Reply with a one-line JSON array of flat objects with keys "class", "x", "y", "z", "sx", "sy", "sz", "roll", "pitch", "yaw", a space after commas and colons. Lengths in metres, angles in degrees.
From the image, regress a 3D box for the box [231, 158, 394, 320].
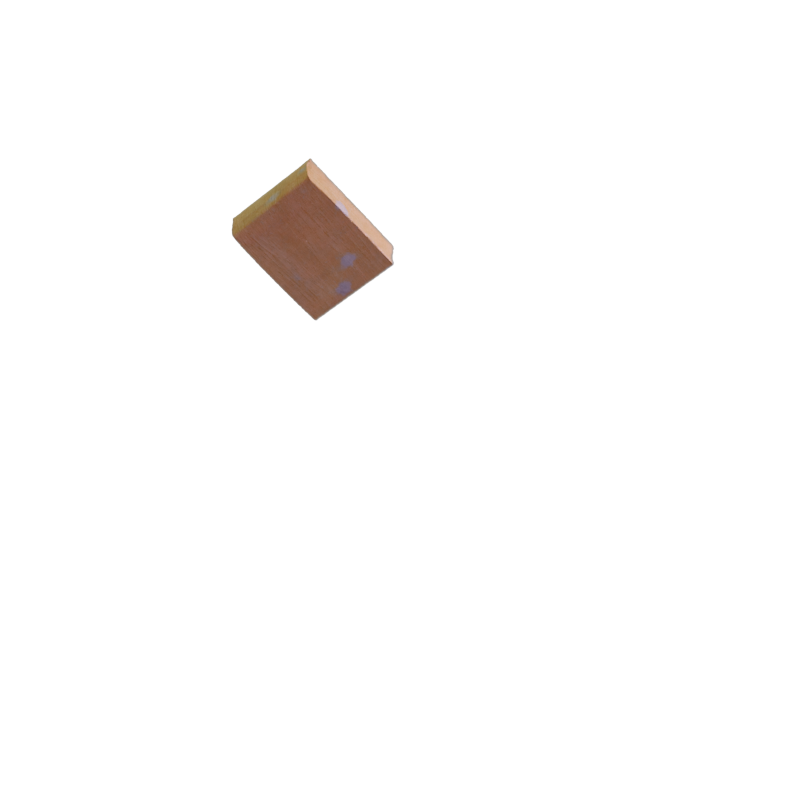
[{"class": "box", "x": -0.074, "y": -0.134, "z": 0.938, "sx": 0.089, "sy": 0.107, "sz": 0.041, "roll": -36, "pitch": 26, "yaw": 20}]
